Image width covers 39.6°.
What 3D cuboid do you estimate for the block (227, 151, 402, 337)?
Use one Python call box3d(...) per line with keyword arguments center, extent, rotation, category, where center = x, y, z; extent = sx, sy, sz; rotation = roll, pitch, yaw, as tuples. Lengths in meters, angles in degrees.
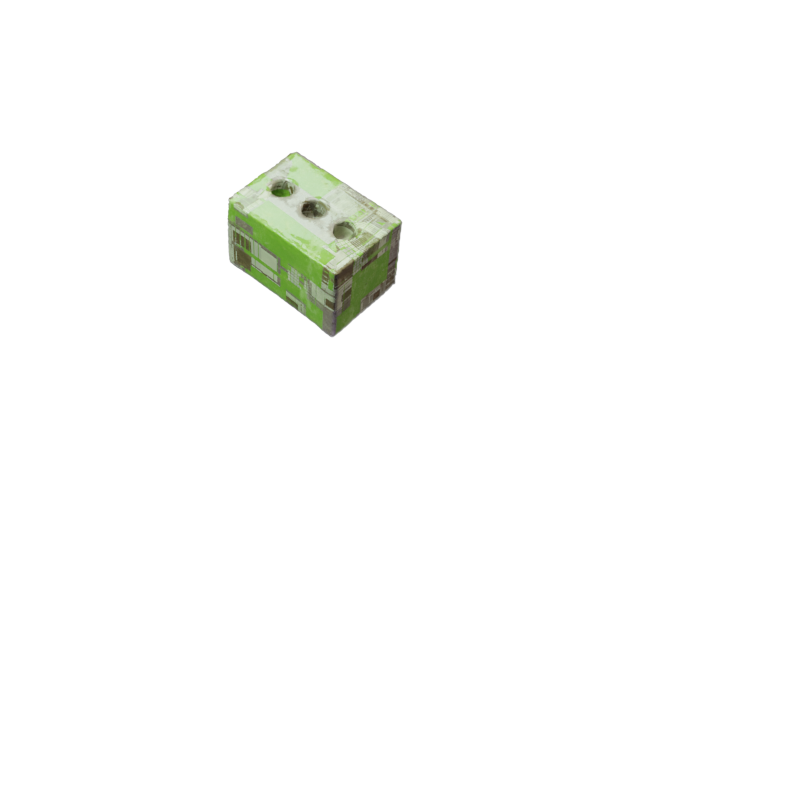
box3d(center=(-0.045, -0.083, 0.579), extent=(0.082, 0.048, 0.053), rotation=(35, 58, 24), category="block")
